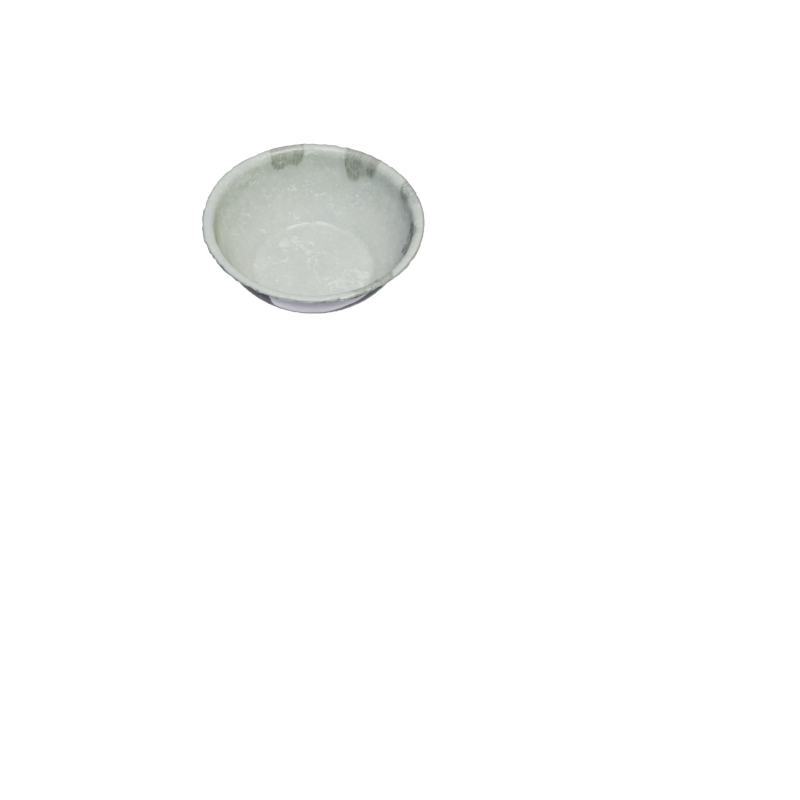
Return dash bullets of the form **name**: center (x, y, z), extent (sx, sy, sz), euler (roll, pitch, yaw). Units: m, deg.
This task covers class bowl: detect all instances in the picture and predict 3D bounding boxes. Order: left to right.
- **bowl**: center (-0.064, -0.117, 0.821), extent (0.162, 0.174, 0.051), euler (-1, -40, -1)
